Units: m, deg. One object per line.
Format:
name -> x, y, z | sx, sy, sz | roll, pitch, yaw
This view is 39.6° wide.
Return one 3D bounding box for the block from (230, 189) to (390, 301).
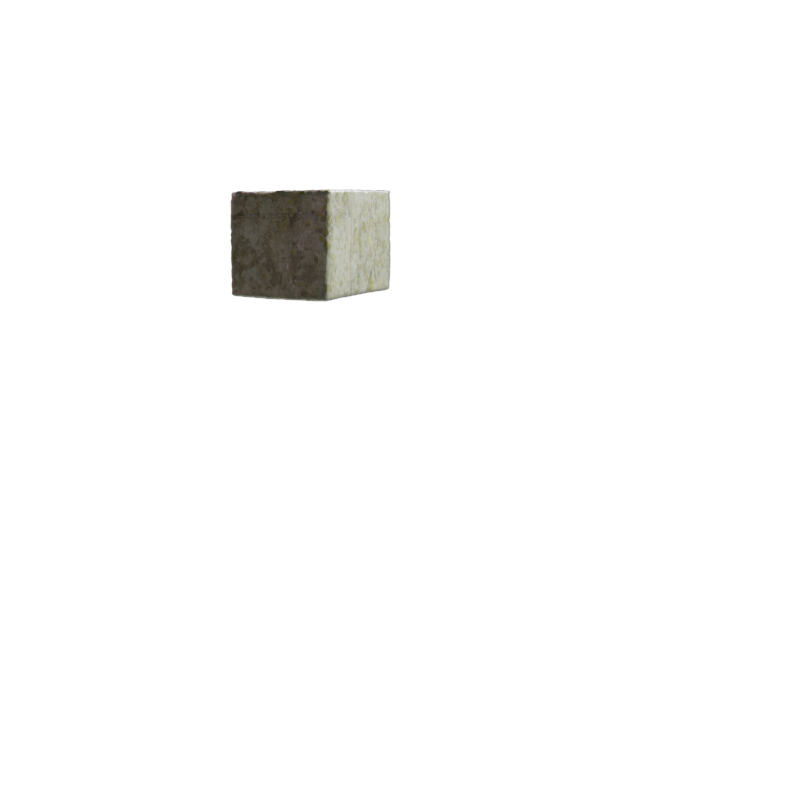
block -> -0.043, -0.078, 0.545 | 0.054, 0.051, 0.077 | 3, 8, 22
